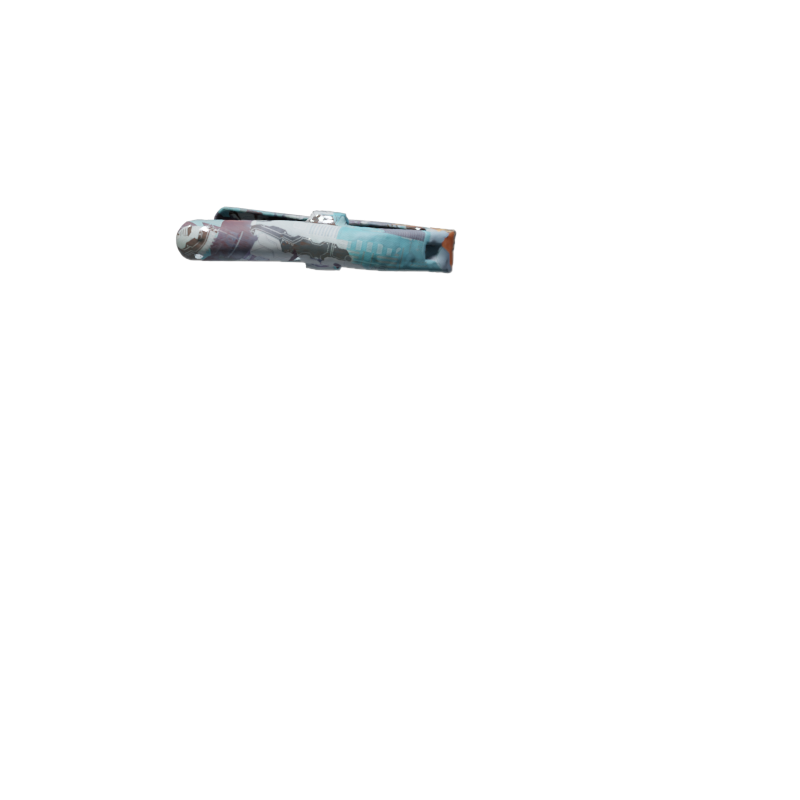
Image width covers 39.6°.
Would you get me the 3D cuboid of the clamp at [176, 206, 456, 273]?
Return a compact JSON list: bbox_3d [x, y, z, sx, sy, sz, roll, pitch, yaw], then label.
[{"bbox_3d":[-0.054,-0.099,0.694,0.175,0.038,0.122,5,19,14],"label":"clamp"}]
